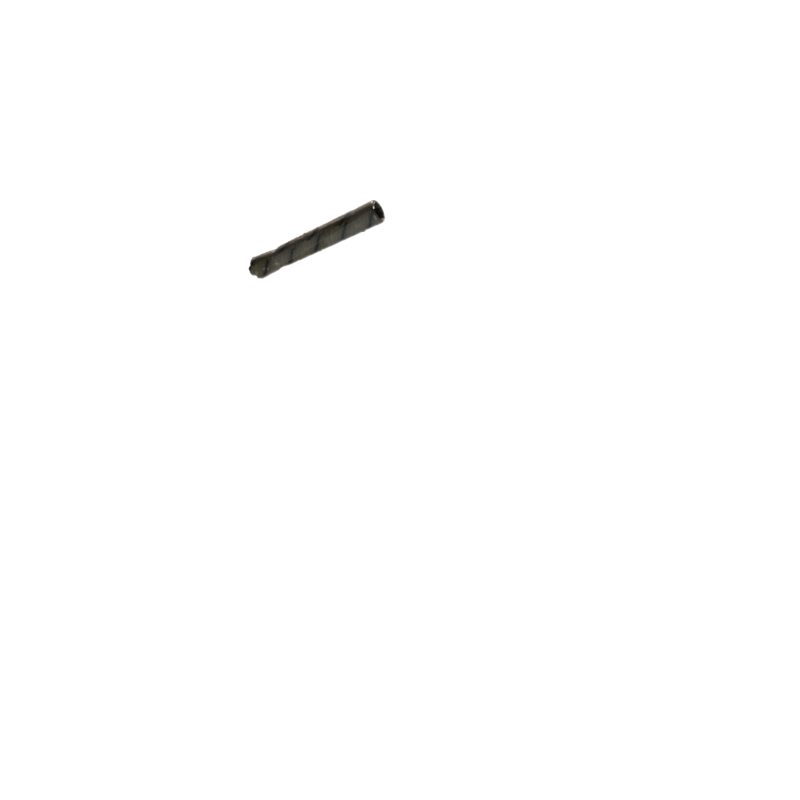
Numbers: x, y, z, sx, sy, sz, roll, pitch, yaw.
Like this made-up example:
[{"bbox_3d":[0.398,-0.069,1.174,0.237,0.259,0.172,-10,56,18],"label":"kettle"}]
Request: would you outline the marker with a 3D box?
[{"bbox_3d":[-0.067,-0.122,0.857,0.122,0.020,0.019,-21,-6,26],"label":"marker"}]
